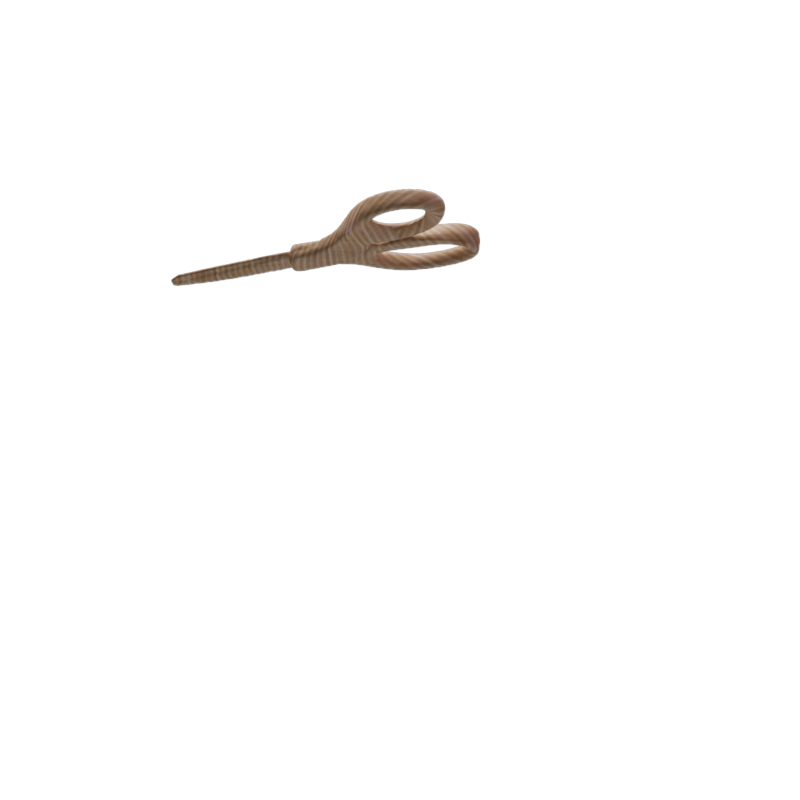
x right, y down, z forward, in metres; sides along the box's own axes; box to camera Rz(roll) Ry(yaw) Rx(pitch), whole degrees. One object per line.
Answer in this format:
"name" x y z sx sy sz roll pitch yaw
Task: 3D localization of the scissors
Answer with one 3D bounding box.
"scissors" -0.053 -0.097 0.678 0.203 0.017 0.090 -3 -21 7
